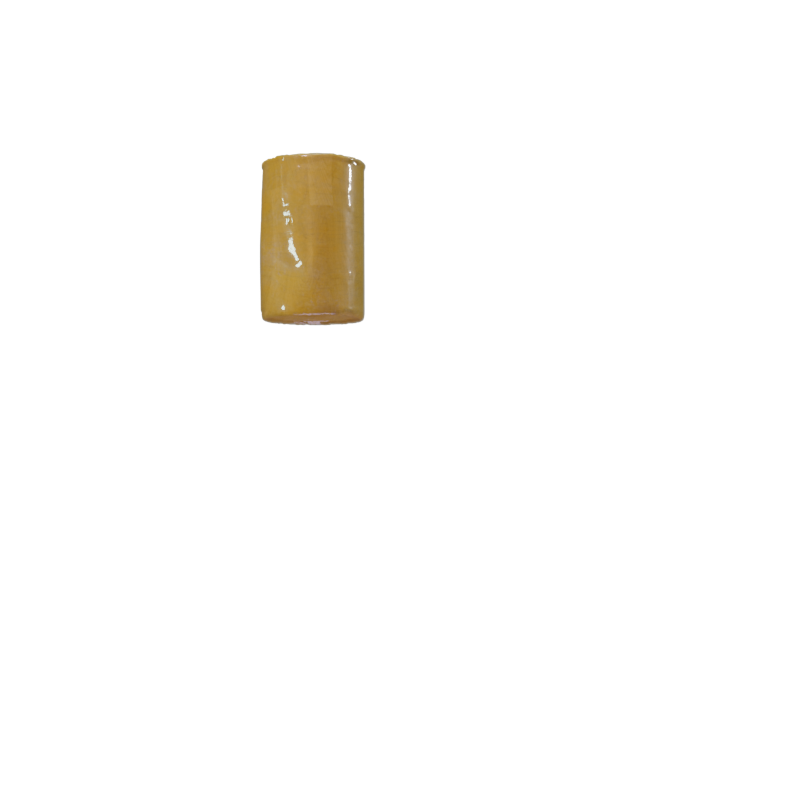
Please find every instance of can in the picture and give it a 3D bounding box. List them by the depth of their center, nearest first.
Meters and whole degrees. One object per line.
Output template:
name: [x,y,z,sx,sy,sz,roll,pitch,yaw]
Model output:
can: [-0.056,-0.102,0.716,0.068,0.104,0.067,0,-7,-2]
